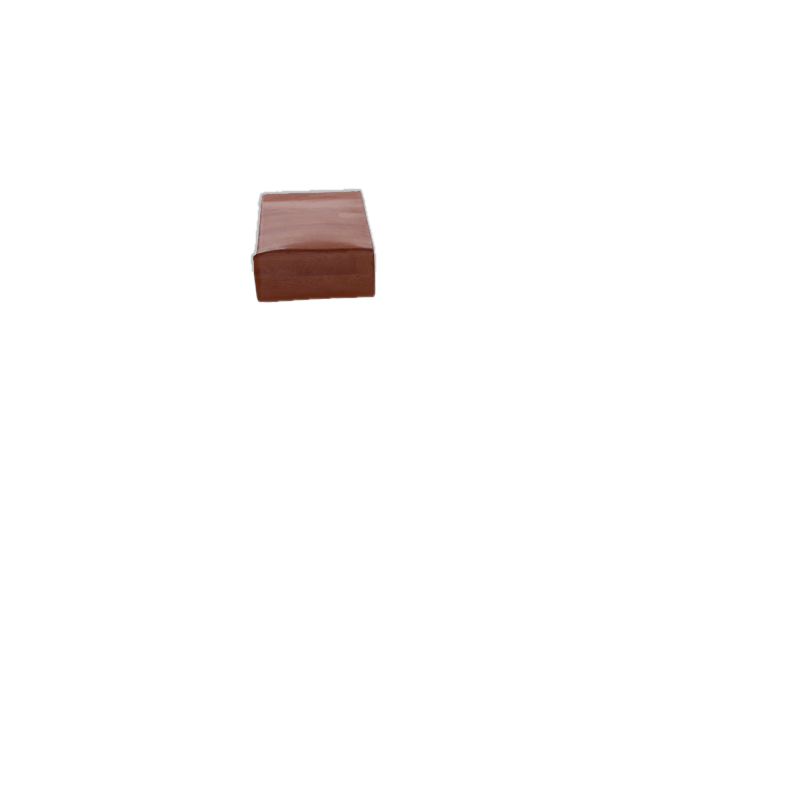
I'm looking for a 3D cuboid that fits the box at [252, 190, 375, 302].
[{"bbox_3d":[-0.072,-0.131,0.917,0.093,0.046,0.184,-3,22,-3],"label":"box"}]
